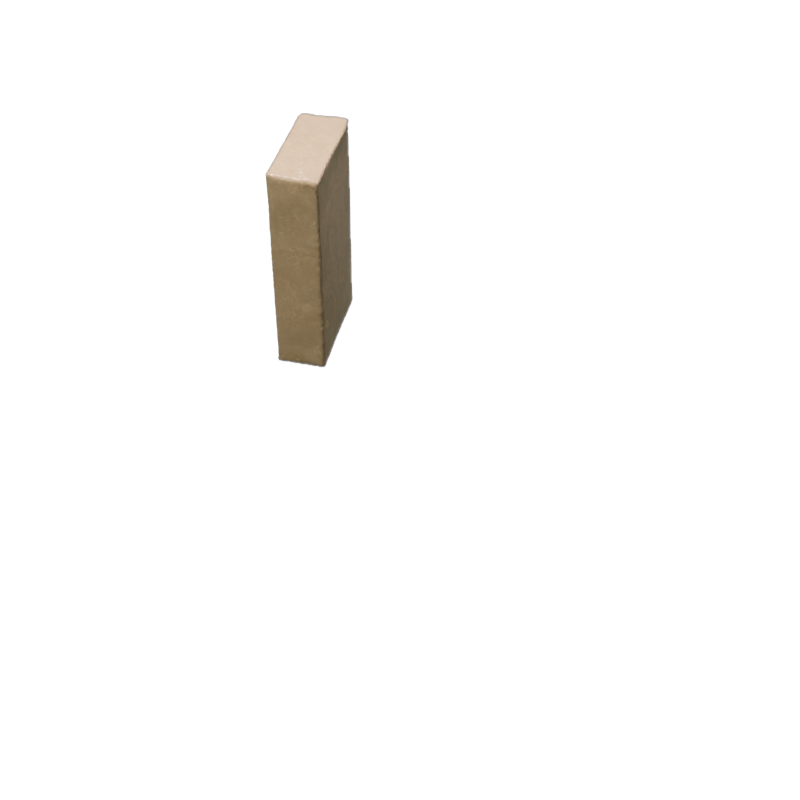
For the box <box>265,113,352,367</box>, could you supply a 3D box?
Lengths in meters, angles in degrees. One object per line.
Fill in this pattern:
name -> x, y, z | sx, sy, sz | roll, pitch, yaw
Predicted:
box -> -0.067, -0.122, 0.858 | 0.049, 0.164, 0.098 | 10, 41, 7
